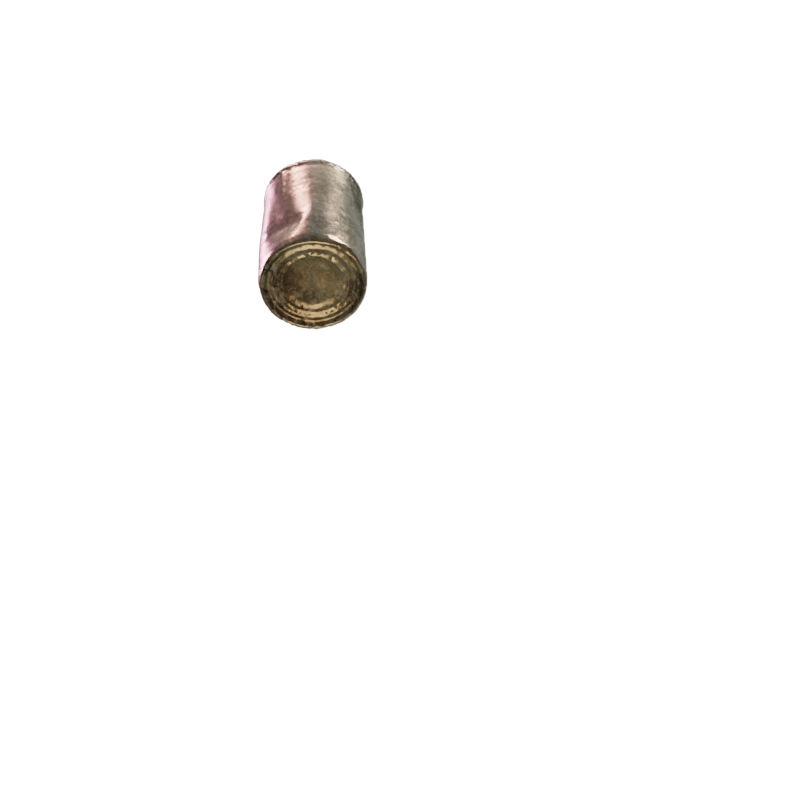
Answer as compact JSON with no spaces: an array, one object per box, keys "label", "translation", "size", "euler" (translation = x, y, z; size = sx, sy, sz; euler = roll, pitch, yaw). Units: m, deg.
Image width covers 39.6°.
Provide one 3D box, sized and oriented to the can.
[{"label":"can","translation":[-0.056,-0.102,0.713],"size":[0.068,0.064,0.109],"euler":[-1,36,-3]}]
